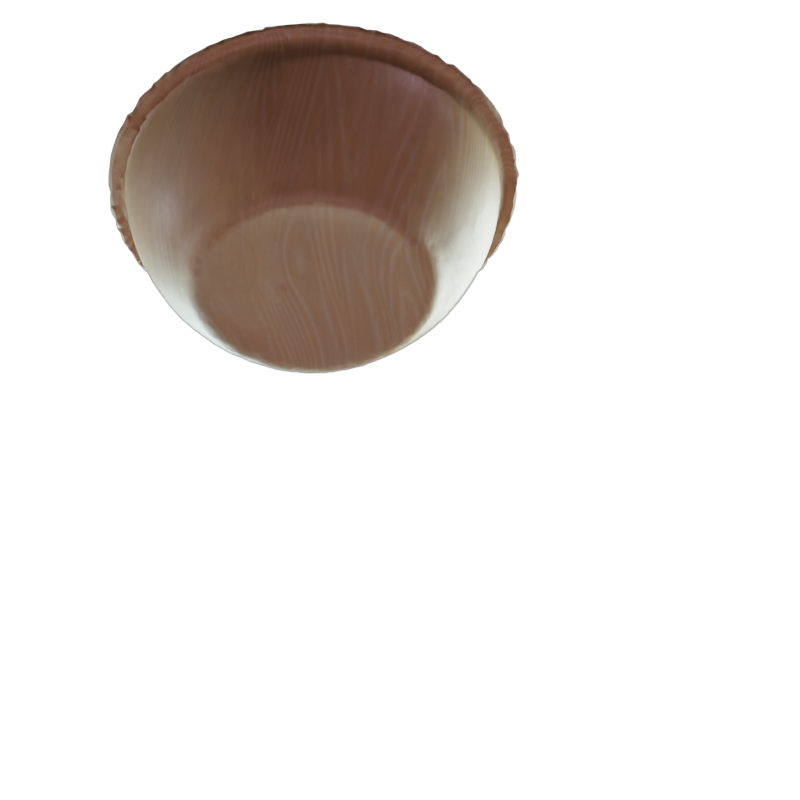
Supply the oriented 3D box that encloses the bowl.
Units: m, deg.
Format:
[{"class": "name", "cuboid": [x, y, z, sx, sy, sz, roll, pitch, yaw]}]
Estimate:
[{"class": "bowl", "cuboid": [-0.033, -0.060, 0.422, 0.162, 0.059, 0.151, 1, -44, -1]}]
